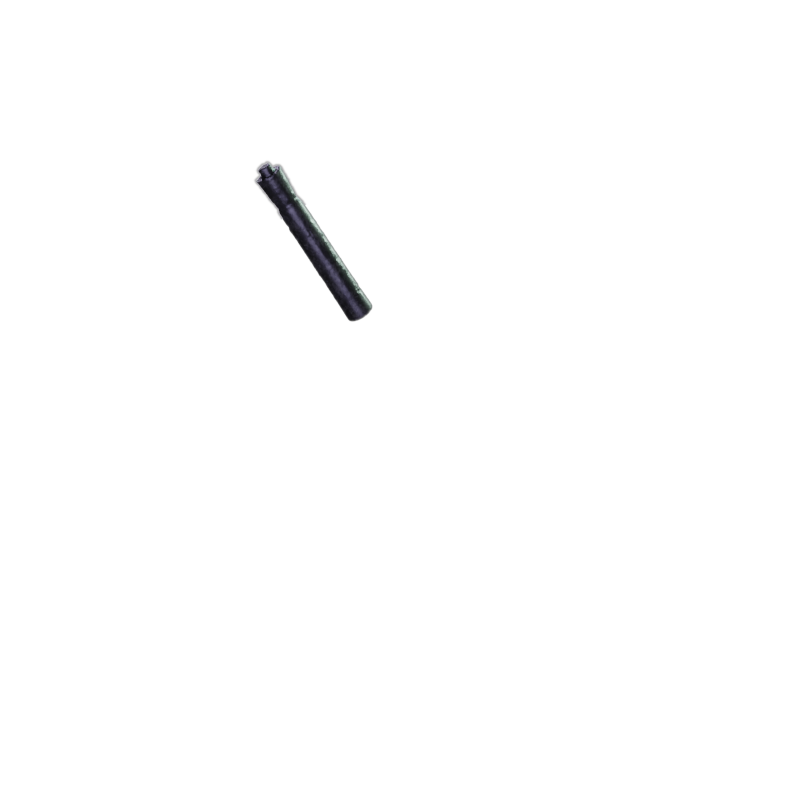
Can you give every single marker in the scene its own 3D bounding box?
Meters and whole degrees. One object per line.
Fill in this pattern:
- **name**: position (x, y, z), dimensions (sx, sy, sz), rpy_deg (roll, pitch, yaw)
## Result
- **marker**: position (-0.056, -0.103, 0.720), dimensions (0.020, 0.115, 0.021), rpy_deg (-30, 20, 12)
